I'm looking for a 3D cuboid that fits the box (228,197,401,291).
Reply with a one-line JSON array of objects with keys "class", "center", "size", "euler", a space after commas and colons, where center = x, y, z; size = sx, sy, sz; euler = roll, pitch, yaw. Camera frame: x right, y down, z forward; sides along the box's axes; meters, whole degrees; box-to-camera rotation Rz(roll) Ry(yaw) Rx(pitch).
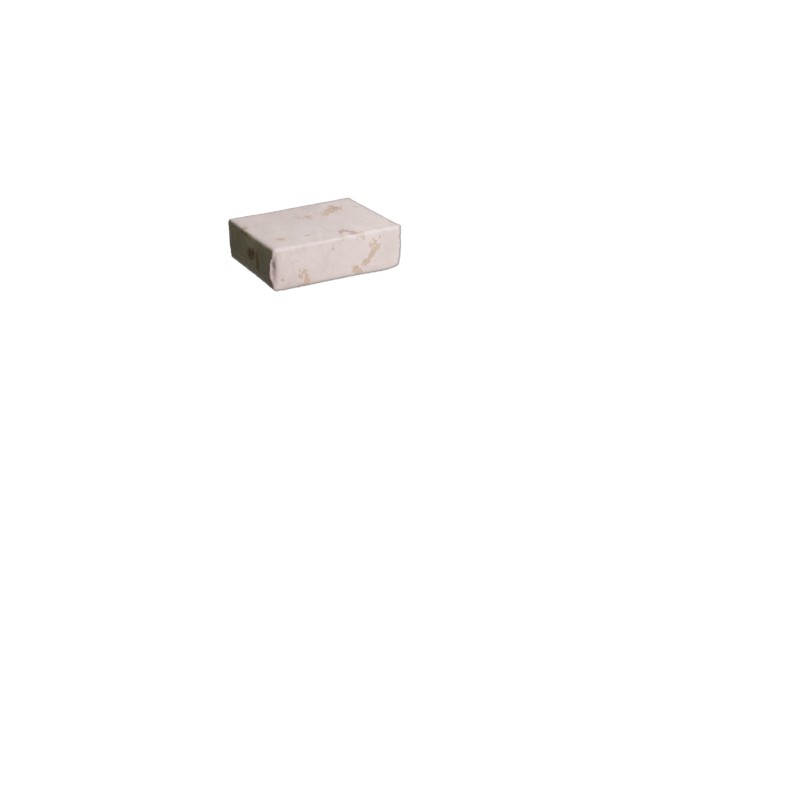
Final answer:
[{"class": "box", "center": [-0.069, -0.126, 0.880], "size": [0.111, 0.037, 0.096], "euler": [-13, 28, -25]}]
